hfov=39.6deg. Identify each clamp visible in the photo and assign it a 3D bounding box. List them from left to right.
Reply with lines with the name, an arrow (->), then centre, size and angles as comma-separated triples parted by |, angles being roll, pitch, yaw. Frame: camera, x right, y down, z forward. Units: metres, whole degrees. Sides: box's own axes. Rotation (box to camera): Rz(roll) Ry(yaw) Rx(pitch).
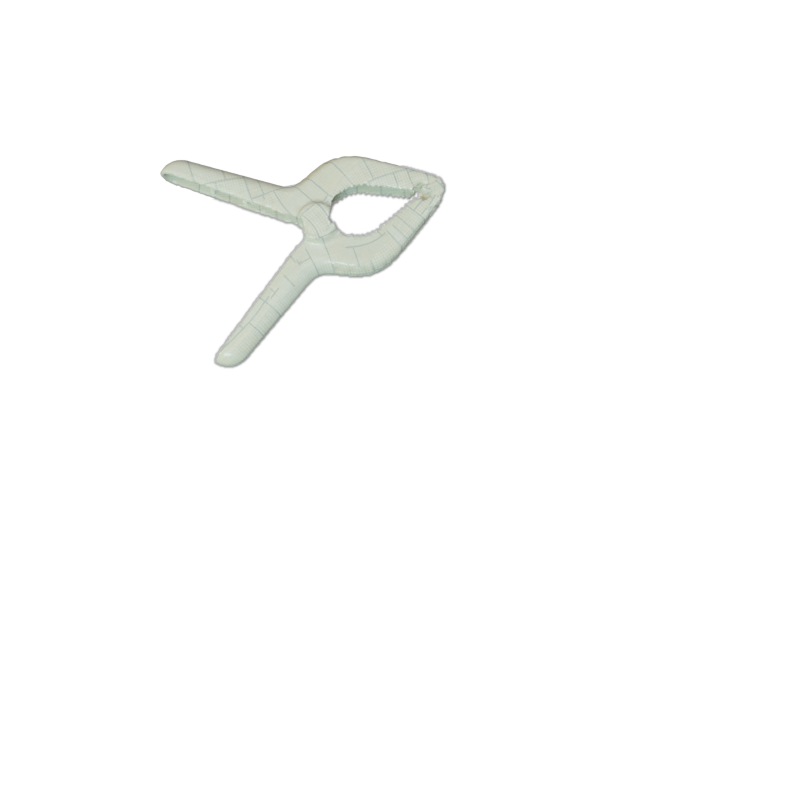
clamp -> -0.065, -0.119, 0.834 | 0.209, 0.171, 0.035 | -11, -14, -3
